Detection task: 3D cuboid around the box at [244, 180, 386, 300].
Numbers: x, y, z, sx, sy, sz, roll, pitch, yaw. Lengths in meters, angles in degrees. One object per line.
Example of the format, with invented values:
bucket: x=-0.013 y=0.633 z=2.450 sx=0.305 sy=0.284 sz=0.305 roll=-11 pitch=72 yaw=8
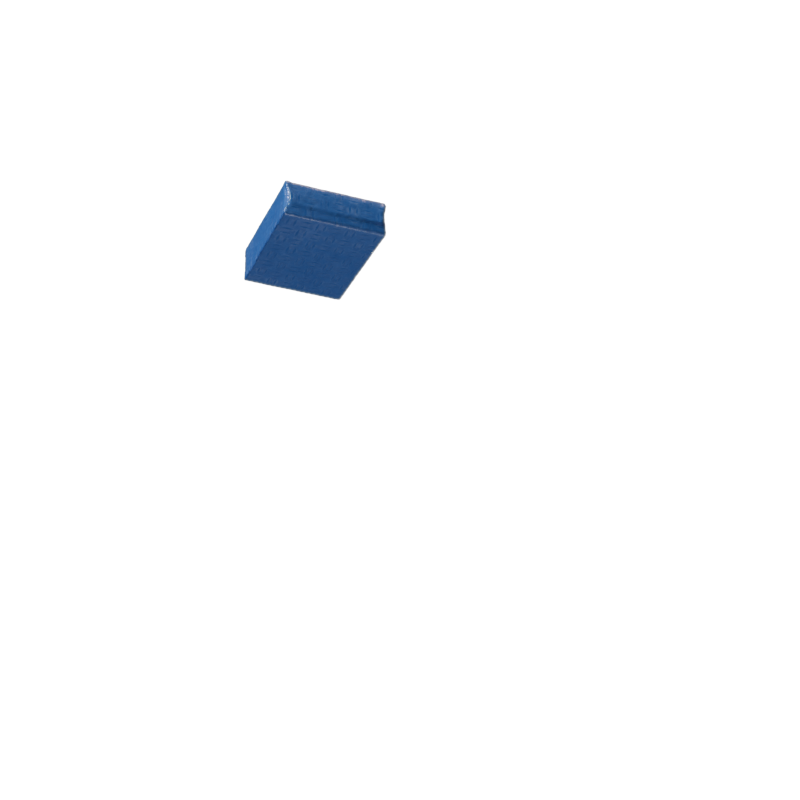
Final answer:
box: x=-0.059 y=-0.109 z=0.761 sx=0.071 sy=0.032 sz=0.086 roll=12 pitch=-32 yaw=-19
